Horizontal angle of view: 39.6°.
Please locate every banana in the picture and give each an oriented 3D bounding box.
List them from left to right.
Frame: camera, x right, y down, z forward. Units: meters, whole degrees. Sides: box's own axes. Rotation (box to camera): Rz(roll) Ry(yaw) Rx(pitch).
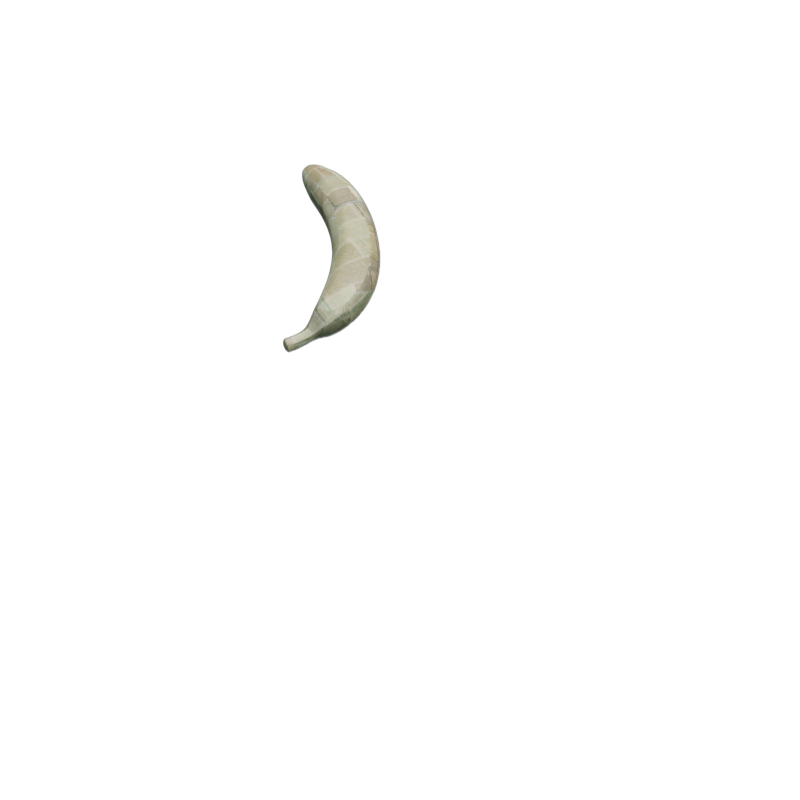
[{"bbox_3d":[-0.050,-0.121,0.870,0.070,0.212,0.034,1,-42,0],"label":"banana"}]
